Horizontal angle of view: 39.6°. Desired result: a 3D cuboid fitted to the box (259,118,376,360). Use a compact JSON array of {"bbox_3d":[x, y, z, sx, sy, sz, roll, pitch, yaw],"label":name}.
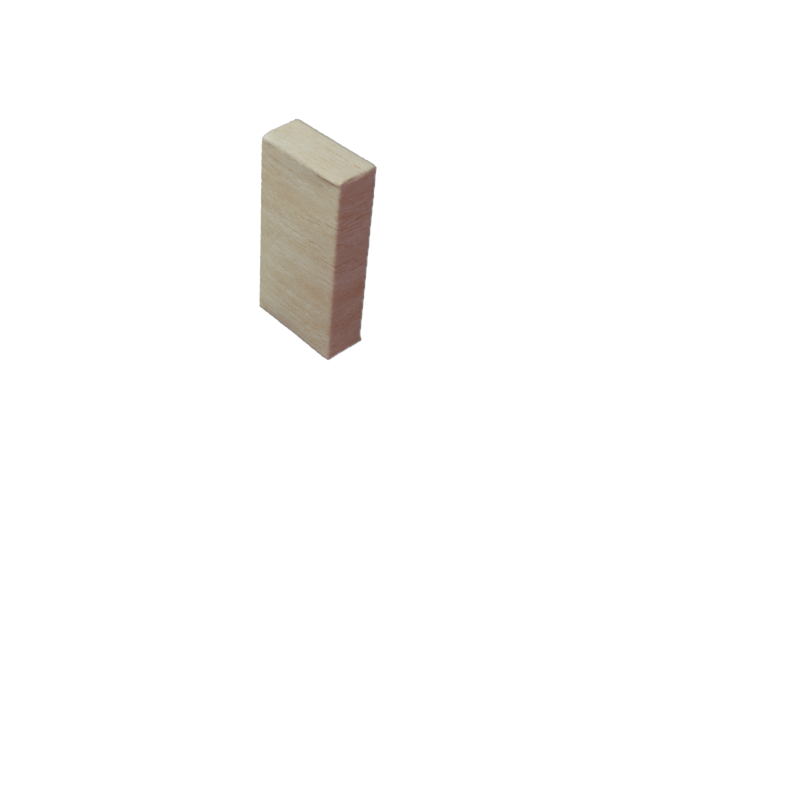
[{"bbox_3d":[-0.070,-0.127,0.889,0.048,0.164,0.100,-30,52,-32],"label":"box"}]
